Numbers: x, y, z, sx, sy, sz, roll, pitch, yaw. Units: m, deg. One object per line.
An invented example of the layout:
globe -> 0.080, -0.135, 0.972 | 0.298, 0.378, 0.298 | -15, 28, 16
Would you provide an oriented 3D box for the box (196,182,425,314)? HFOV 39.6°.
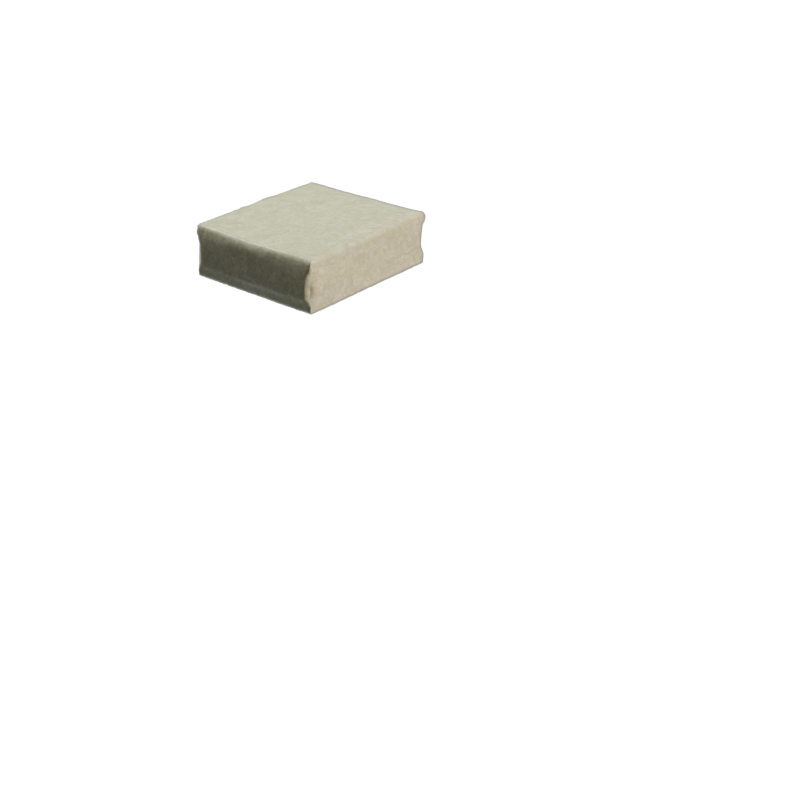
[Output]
box -> -0.042, -0.077, 0.538 | 0.077, 0.029, 0.089 | 20, 34, 33
